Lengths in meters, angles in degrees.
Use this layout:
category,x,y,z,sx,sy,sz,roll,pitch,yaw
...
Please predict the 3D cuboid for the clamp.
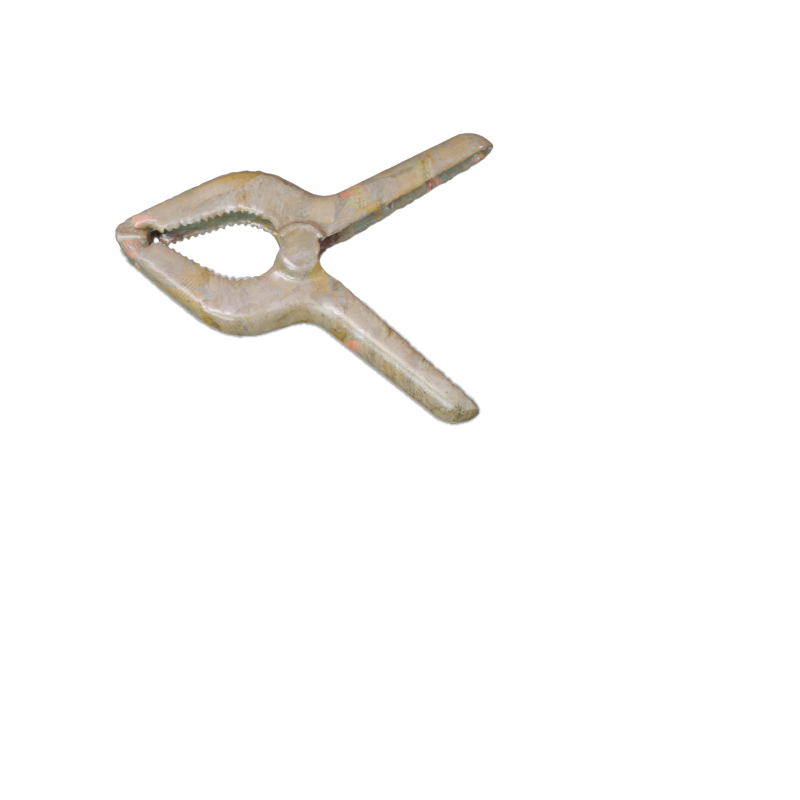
category,x,y,z,sx,sy,sz,roll,pitch,yaw
clamp,-0.048,-0.087,0.610,0.211,0.171,0.035,11,-20,4
